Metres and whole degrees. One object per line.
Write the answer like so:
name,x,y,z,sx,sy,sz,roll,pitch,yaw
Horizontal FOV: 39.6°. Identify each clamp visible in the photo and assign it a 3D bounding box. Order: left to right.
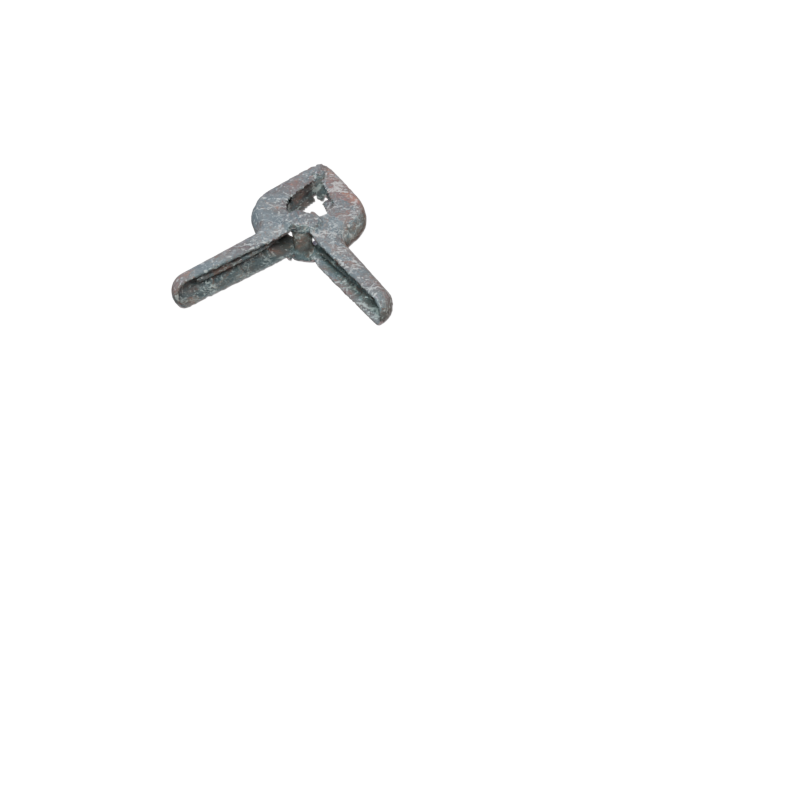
clamp,-0.069,-0.126,0.884,0.168,0.034,0.220,9,38,11
